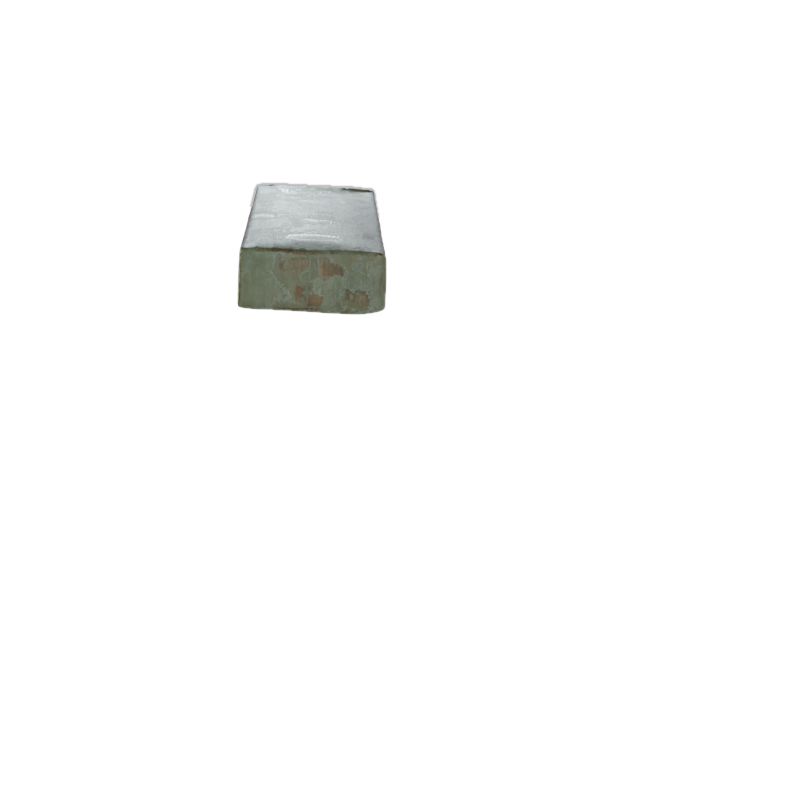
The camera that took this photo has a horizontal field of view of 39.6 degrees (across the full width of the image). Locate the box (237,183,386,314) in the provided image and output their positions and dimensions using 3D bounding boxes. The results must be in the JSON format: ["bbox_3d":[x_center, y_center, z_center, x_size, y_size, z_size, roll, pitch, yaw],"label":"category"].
[{"bbox_3d":[-0.060,-0.110,0.766,0.093,0.046,0.185,2,25,-4],"label":"box"}]
